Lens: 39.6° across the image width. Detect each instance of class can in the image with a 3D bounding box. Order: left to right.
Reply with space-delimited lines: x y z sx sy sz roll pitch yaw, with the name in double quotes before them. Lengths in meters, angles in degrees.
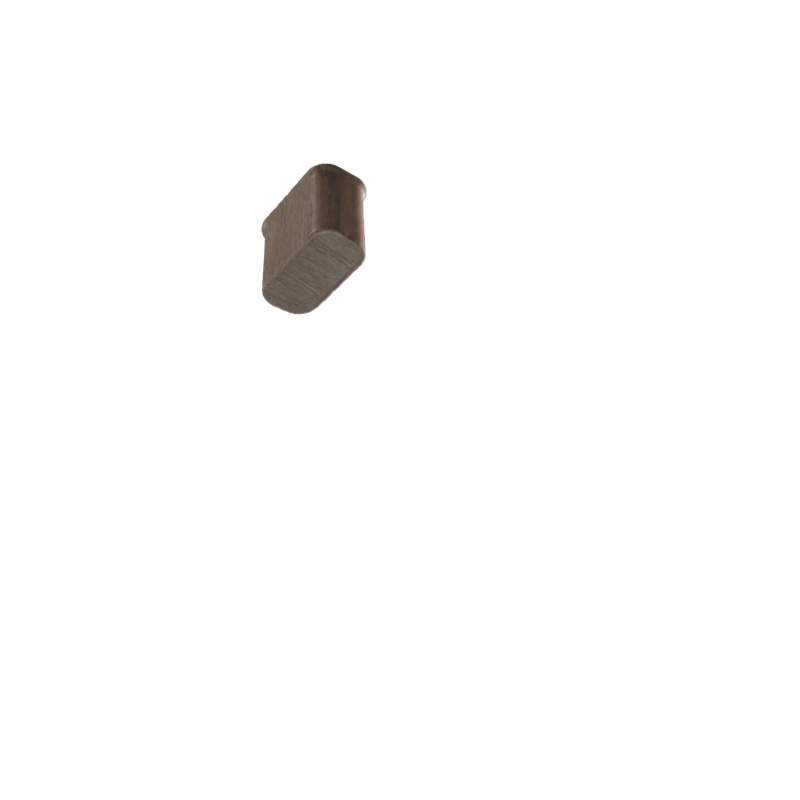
"can" -0.072 -0.132 0.922 0.055 0.090 0.100 28 -52 -28
